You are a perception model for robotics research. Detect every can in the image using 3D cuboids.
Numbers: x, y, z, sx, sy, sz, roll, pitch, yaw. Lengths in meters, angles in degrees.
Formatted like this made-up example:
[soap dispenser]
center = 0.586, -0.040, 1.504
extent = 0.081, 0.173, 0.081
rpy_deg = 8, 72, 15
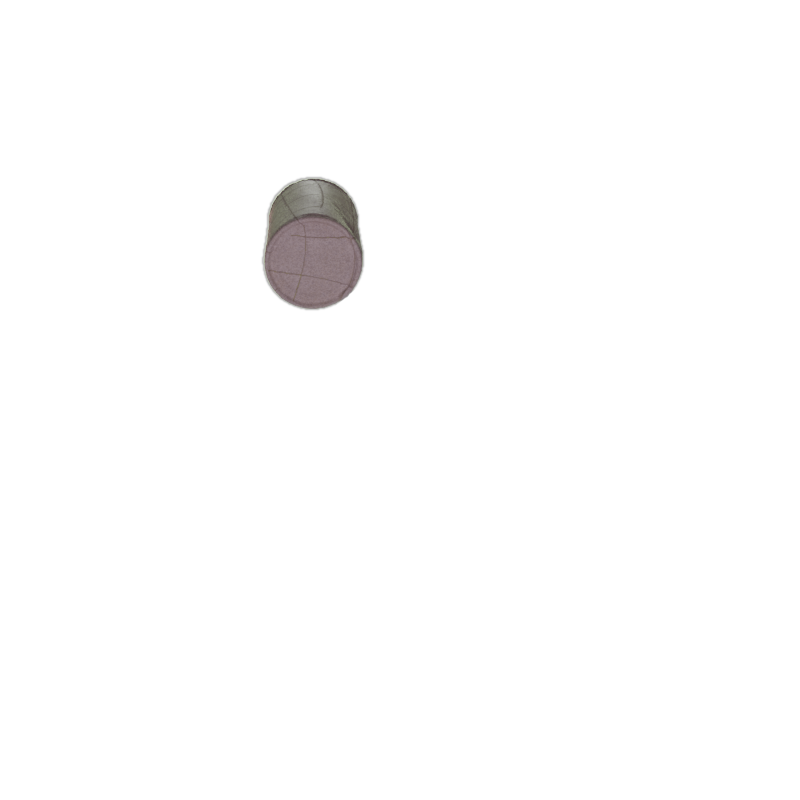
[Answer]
[can]
center = -0.062, -0.112, 0.786
extent = 0.068, 0.065, 0.107
rpy_deg = 0, 23, -3
